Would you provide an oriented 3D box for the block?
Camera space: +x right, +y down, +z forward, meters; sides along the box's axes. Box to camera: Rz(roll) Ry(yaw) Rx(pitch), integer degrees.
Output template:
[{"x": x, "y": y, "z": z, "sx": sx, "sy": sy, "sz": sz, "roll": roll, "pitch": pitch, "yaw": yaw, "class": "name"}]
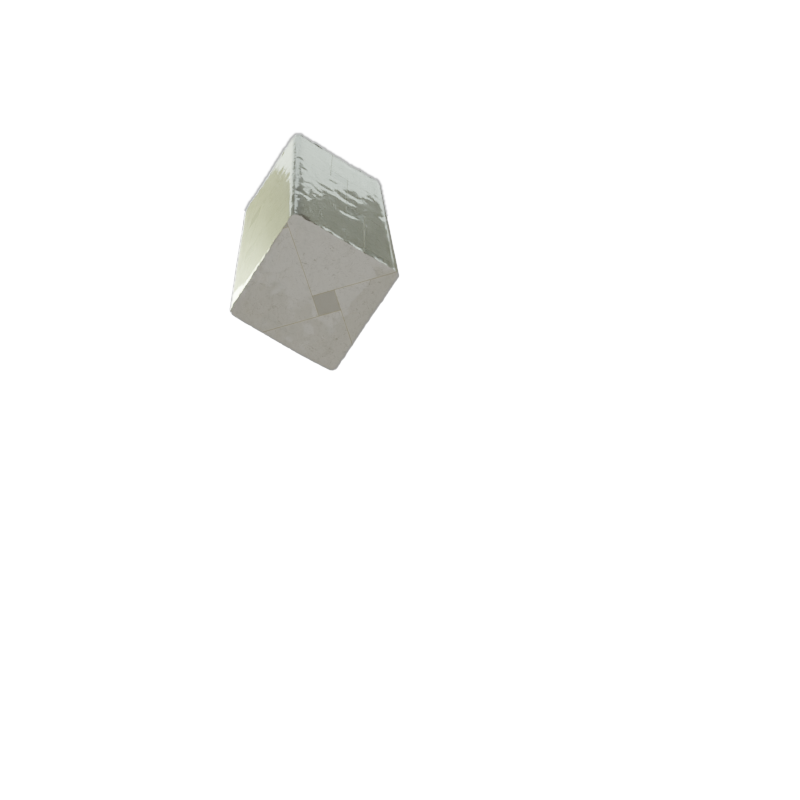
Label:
[{"x": -0.068, "y": -0.123, "z": 0.862, "sx": 0.087, "sy": 0.089, "sz": 0.218, "roll": 29, "pitch": 22, "yaw": -17, "class": "block"}]
